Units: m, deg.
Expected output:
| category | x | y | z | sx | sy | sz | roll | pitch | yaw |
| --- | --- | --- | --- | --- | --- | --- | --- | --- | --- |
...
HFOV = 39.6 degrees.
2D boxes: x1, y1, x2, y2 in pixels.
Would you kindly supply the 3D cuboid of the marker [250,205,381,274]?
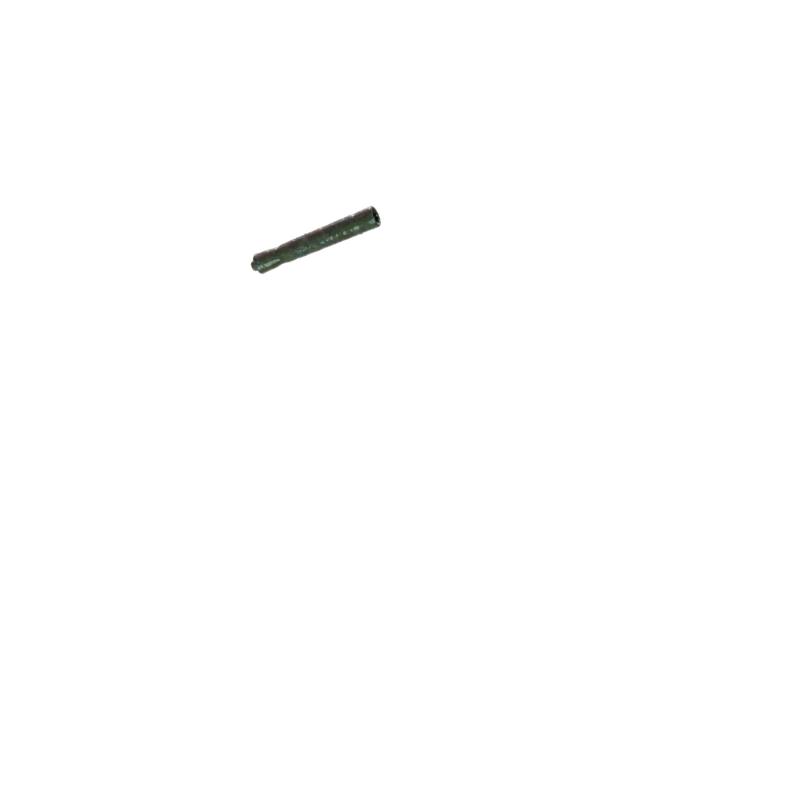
| category | x | y | z | sx | sy | sz | roll | pitch | yaw |
| --- | --- | --- | --- | --- | --- | --- | --- | --- | --- |
| marker | -0.074 | -0.135 | 0.943 | 0.122 | 0.020 | 0.019 | -19 | -3 | 21 |
